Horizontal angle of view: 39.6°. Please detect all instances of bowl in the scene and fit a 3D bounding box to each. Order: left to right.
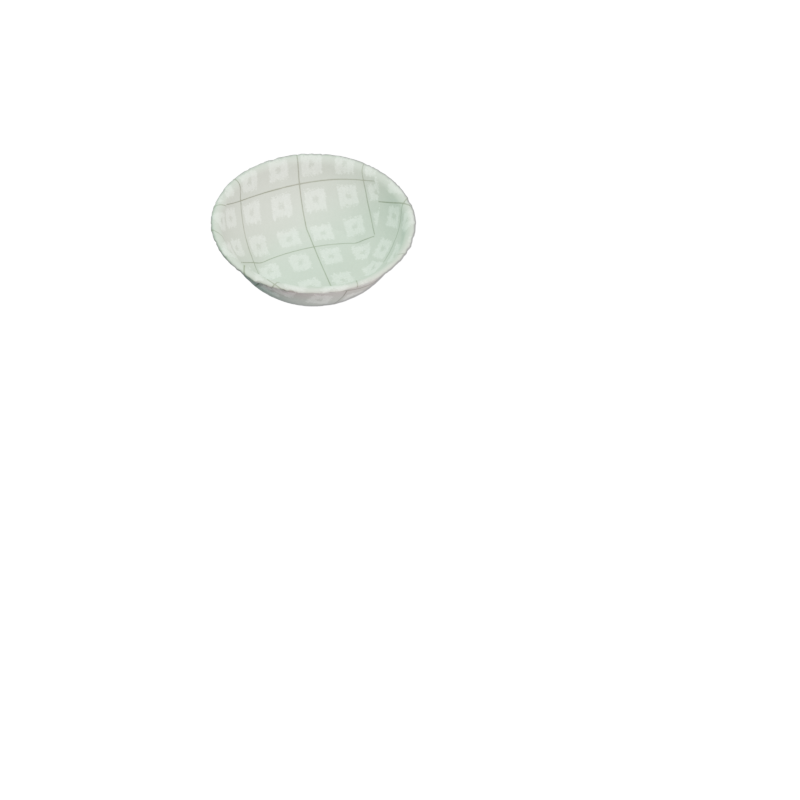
[{"bbox_3d":[-0.070,-0.127,0.893,0.162,0.174,0.051,-1,-42,-1],"label":"bowl"}]
